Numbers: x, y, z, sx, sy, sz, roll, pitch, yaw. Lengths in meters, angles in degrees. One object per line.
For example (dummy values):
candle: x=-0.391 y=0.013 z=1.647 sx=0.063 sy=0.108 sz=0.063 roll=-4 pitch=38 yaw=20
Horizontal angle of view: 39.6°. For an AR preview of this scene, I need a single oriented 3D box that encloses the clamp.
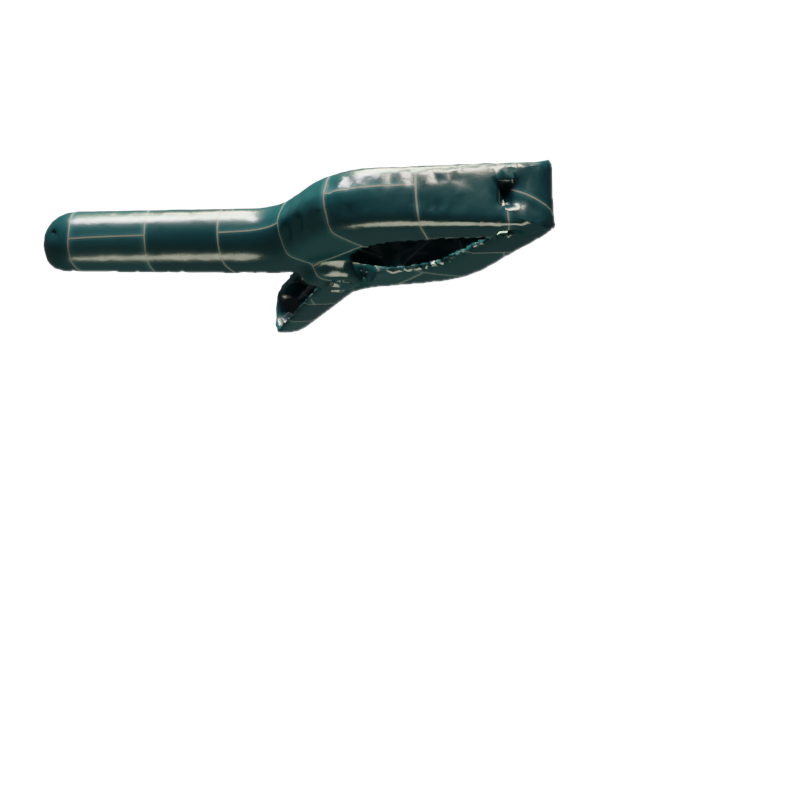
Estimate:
clamp: x=-0.037 y=-0.067 z=0.471 sx=0.214 sy=0.038 sz=0.156 roll=-9 pitch=-13 yaw=43
